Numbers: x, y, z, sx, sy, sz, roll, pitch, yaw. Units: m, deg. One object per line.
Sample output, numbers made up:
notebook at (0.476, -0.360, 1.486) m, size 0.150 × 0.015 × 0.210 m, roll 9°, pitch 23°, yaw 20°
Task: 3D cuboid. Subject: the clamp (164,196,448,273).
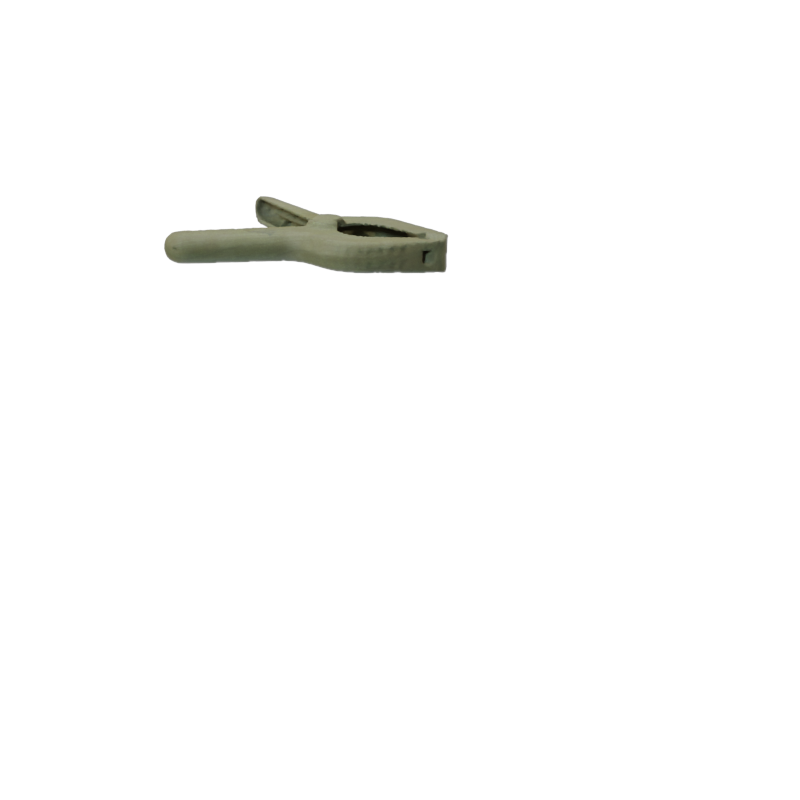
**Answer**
clamp at (-0.068, -0.125, 0.872) m, size 0.219 × 0.035 × 0.165 m, roll 12°, pitch 25°, yaw 27°
